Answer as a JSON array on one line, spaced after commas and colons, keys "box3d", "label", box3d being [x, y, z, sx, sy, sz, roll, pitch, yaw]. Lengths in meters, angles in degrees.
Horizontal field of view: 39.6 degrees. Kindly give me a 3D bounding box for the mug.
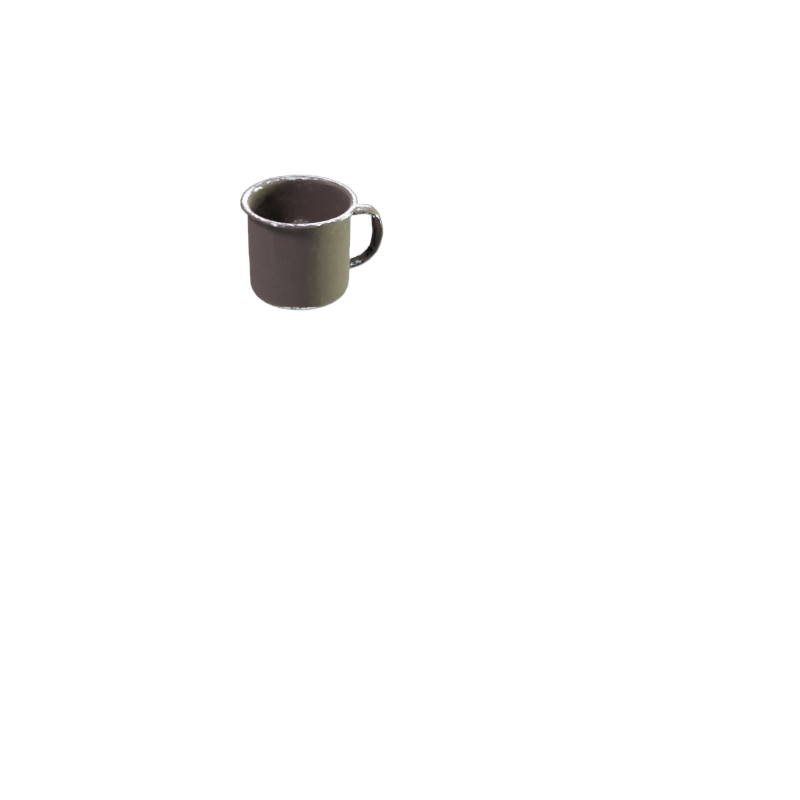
[{"box3d": [-0.070, -0.128, 0.898, 0.115, 0.077, 0.101, -11, 35, -17], "label": "mug"}]
